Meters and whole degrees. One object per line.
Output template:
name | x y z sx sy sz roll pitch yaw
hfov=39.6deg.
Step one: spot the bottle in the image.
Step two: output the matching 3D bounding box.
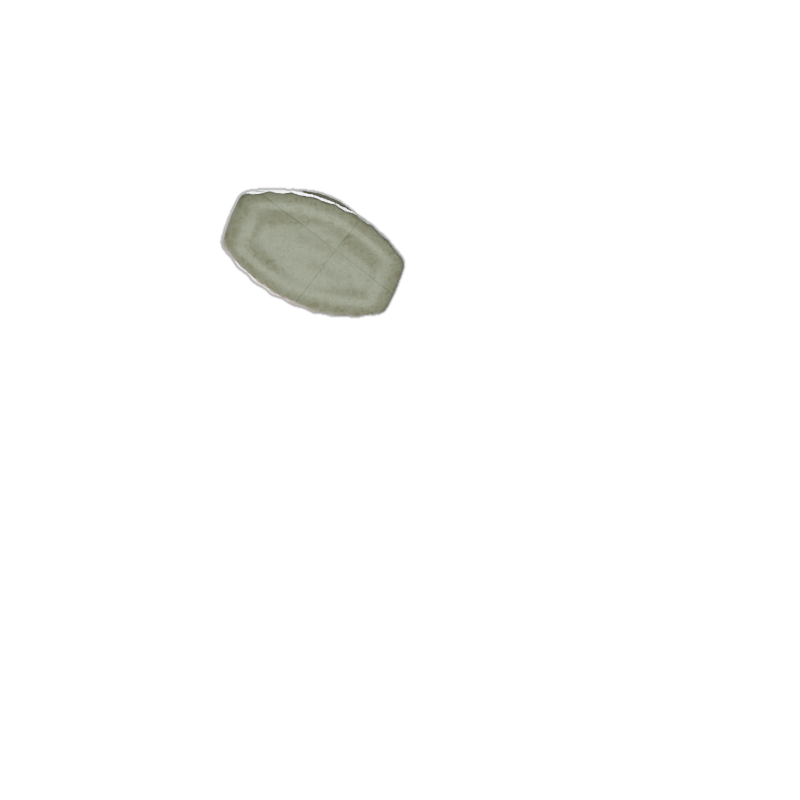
bottle | -0.052 -0.095 0.668 0.095 0.058 0.196 20 9 -7
